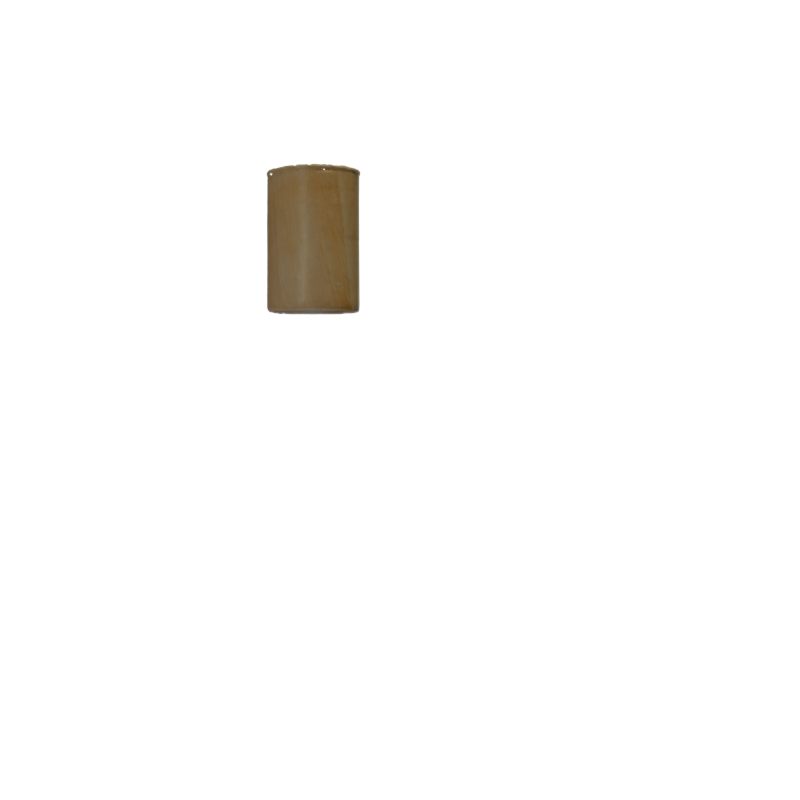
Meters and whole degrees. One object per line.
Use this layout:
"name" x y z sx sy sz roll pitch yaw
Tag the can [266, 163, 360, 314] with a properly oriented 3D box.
"can" -0.063 -0.114 0.799 0.068 0.104 0.068 0 -4 -2
